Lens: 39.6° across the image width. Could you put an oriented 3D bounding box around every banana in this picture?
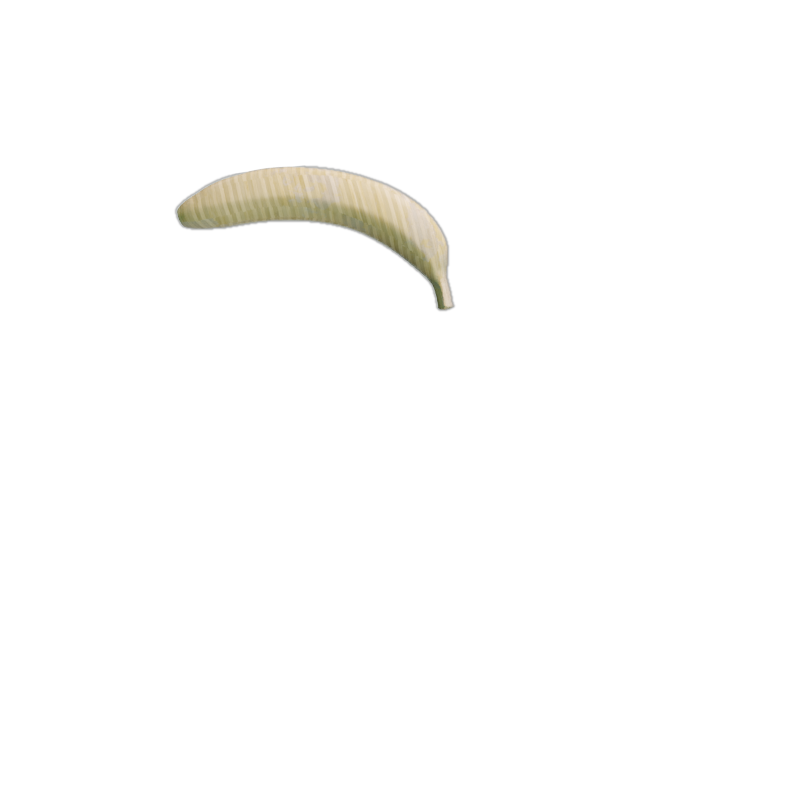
[{"bbox_3d":[-0.049,-0.122,0.746,0.199,0.071,0.036,18,-12,4],"label":"banana"}]
